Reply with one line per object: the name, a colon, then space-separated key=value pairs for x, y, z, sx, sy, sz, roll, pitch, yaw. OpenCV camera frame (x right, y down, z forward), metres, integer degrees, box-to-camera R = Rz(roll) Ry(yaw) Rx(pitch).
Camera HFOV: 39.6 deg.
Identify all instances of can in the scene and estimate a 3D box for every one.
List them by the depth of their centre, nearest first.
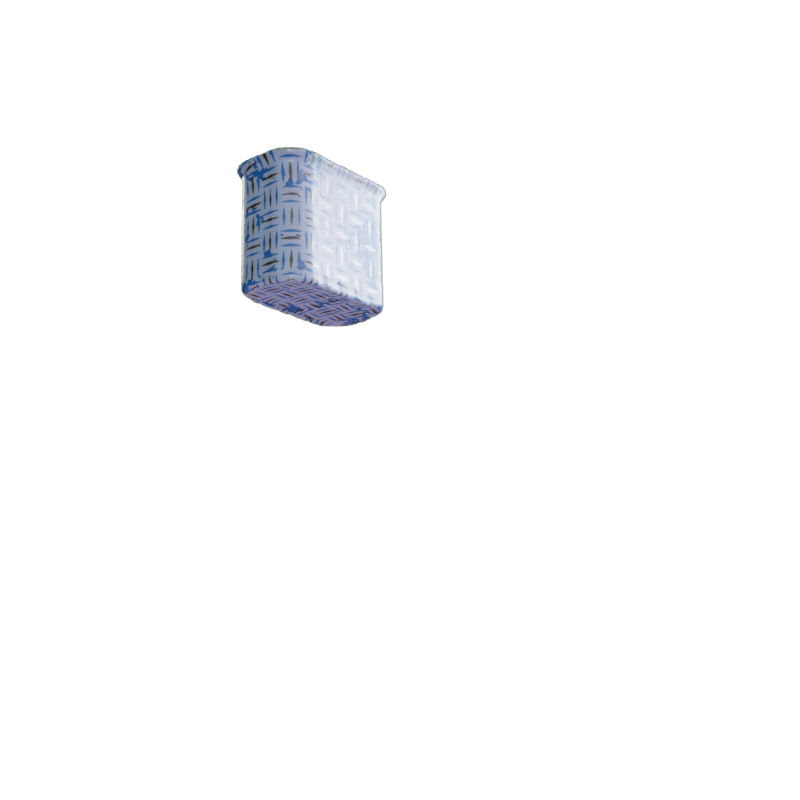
can: x=-0.054 y=-0.098 z=0.689 sx=0.058 sy=0.088 sz=0.096 roll=-16 pitch=-22 yaw=36
